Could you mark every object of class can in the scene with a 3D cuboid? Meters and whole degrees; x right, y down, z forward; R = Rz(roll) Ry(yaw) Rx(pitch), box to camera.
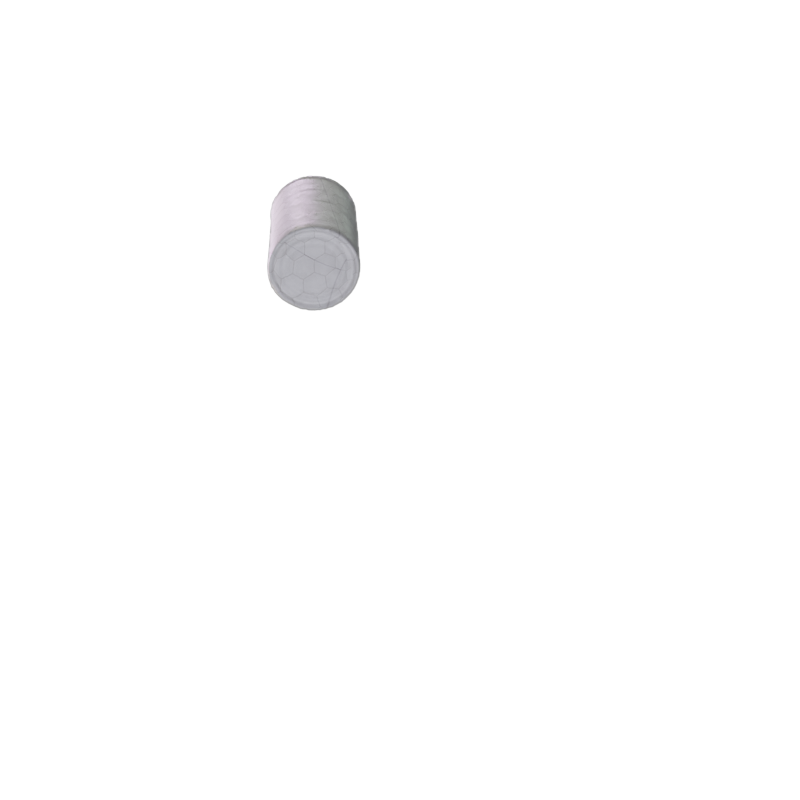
[{"bbox_3d":[-0.065,-0.118,0.827,0.068,0.065,0.108,0,29,-3],"label":"can"}]
